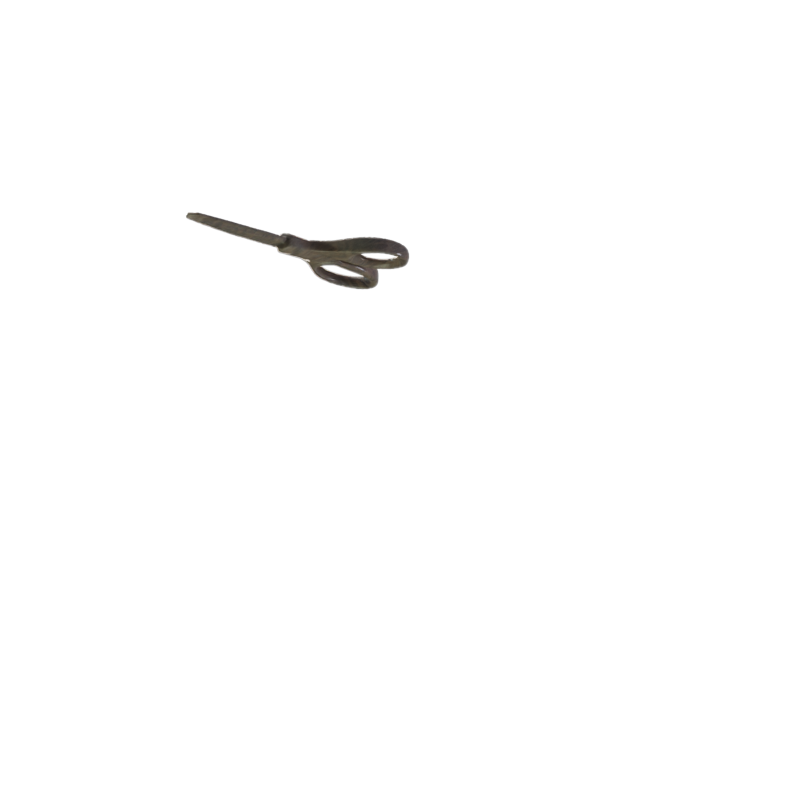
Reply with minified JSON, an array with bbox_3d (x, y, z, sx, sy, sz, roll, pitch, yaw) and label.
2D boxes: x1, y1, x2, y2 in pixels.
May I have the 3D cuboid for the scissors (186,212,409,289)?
[{"bbox_3d":[-0.071,-0.129,0.907,0.098,0.016,0.189,-12,-21,35],"label":"scissors"}]
